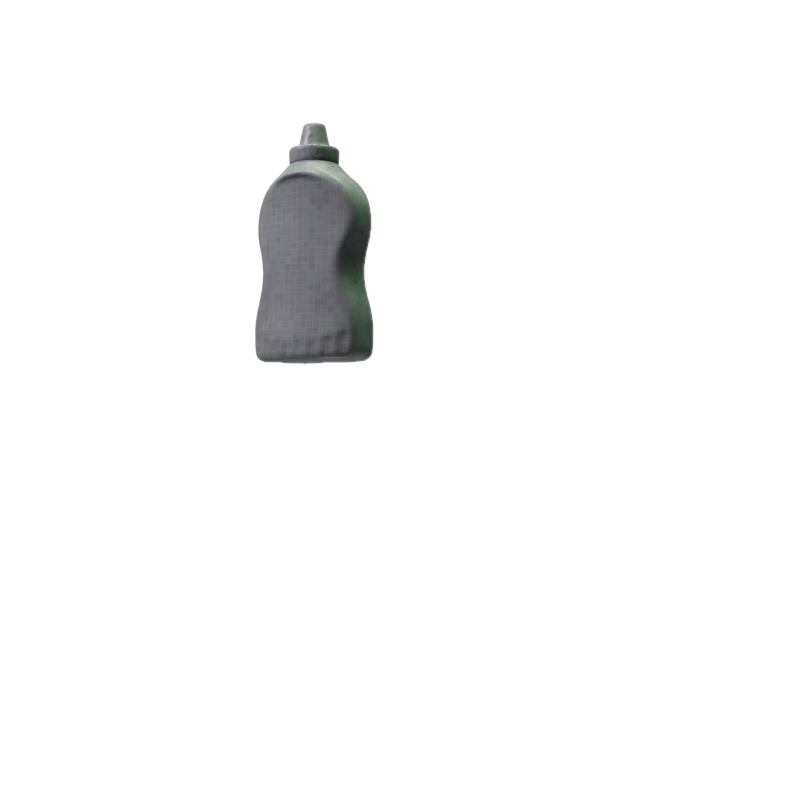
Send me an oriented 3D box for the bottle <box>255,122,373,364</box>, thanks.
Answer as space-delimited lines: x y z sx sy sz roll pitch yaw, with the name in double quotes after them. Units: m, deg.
-0.069 -0.126 0.885 0.099 0.196 0.055 -5 -9 34 "bottle"
